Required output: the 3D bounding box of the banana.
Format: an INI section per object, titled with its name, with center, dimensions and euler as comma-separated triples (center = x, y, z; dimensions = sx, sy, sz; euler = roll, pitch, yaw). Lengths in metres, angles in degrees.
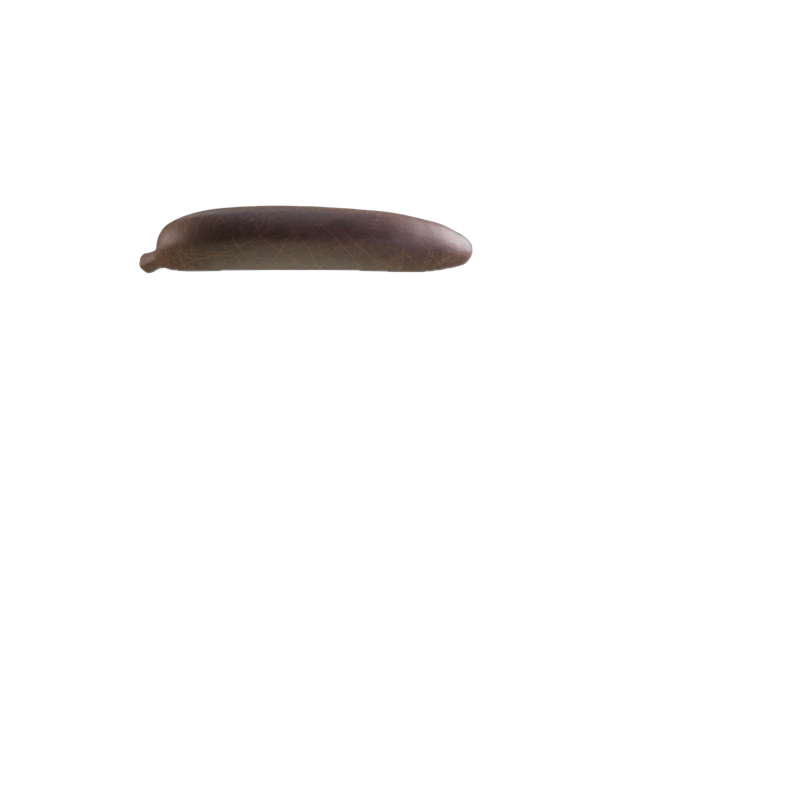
[banana]
center = -0.053, -0.091, 0.632
dimensions = 0.197, 0.037, 0.070
euler = 0, 3, -2
